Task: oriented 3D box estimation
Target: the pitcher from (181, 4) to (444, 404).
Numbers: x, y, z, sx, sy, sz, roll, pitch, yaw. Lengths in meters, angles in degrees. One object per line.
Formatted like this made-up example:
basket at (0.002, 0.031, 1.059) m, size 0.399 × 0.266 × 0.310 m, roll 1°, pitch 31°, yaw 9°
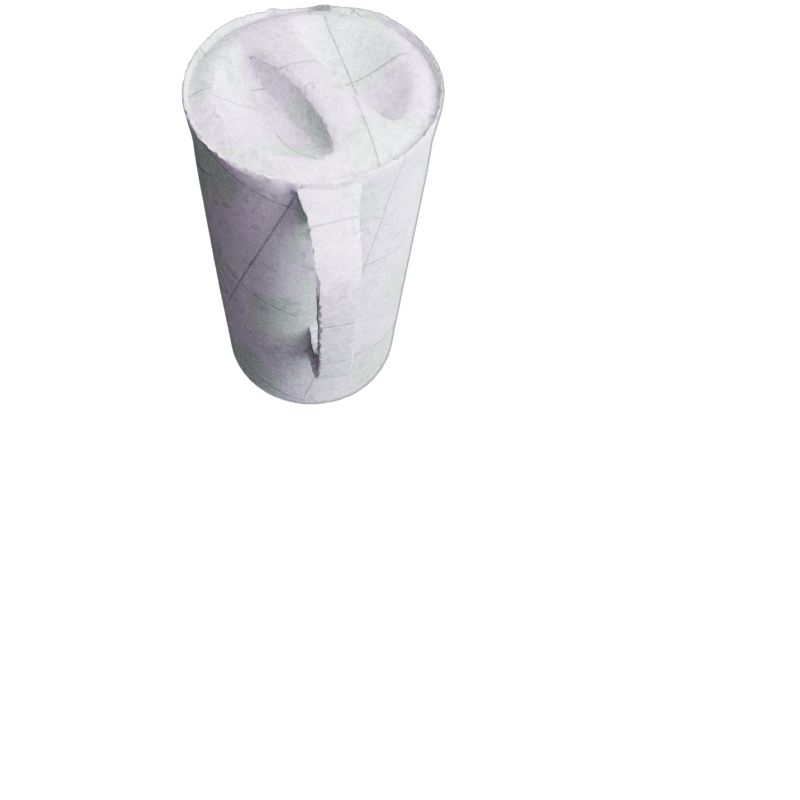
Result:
pitcher at (-0.050, -0.092, 0.644) m, size 0.151 × 0.153 × 0.227 m, roll 31°, pitch -30°, yaw 17°
